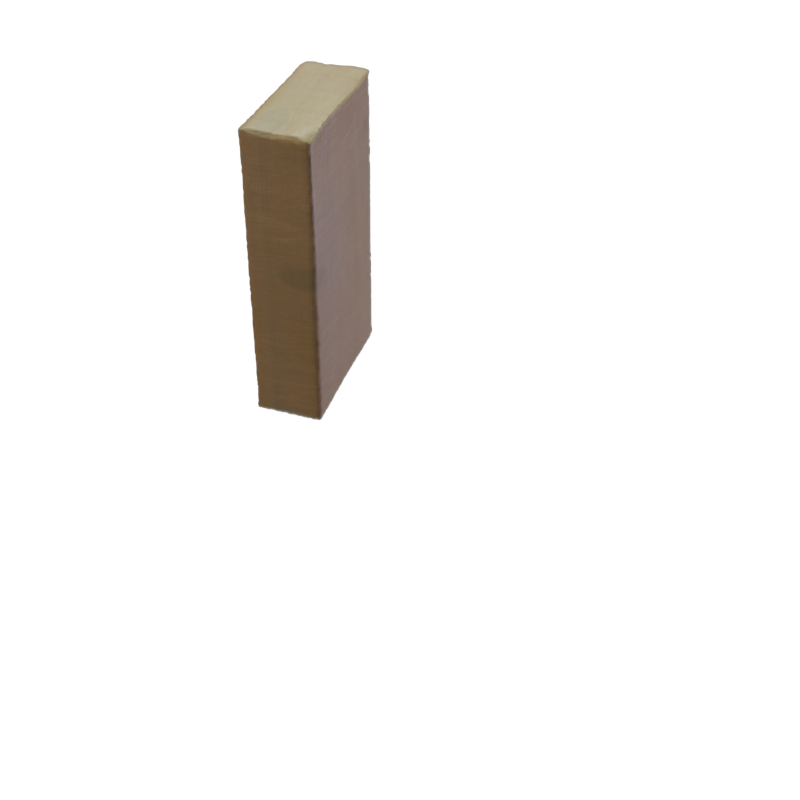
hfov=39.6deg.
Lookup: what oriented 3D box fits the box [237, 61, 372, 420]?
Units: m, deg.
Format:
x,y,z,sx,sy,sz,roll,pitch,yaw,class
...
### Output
x,y,z,sx,sy,sz,roll,pitch,yaw,class
-0.048,-0.087,0.613,0.049,0.165,0.097,12,38,13,box
